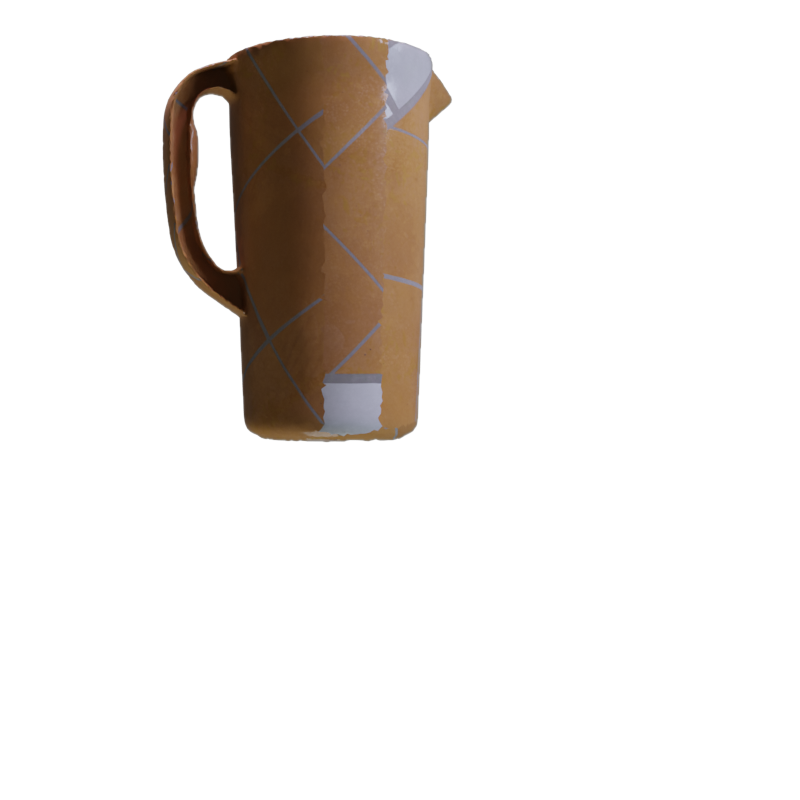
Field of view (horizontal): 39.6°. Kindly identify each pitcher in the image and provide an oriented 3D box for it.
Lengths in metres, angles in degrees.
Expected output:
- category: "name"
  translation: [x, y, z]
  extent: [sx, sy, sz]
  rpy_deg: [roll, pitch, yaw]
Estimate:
- category: "pitcher"
  translation: [-0.054, -0.099, 0.696]
  extent: [0.153, 0.247, 0.139]
  rpy_deg: [-2, -5, 23]
